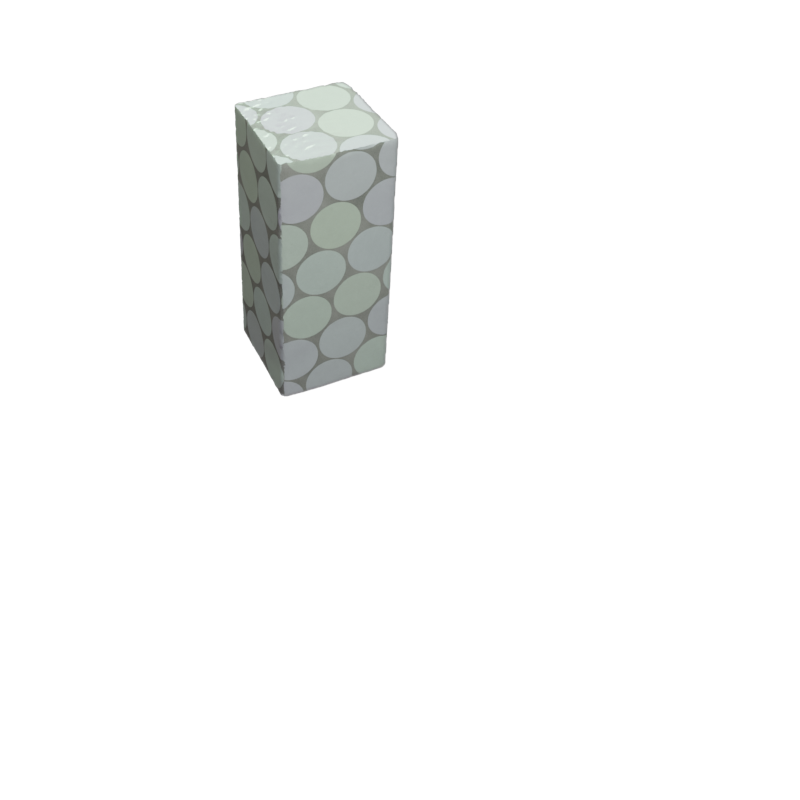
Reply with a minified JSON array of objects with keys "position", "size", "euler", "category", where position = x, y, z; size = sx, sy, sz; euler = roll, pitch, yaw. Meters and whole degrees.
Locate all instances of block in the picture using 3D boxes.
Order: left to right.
[{"position":[-0.063,-0.117,0.820],"size":[0.089,0.193,0.098],"euler":[-15,42,-21],"category":"block"}]
